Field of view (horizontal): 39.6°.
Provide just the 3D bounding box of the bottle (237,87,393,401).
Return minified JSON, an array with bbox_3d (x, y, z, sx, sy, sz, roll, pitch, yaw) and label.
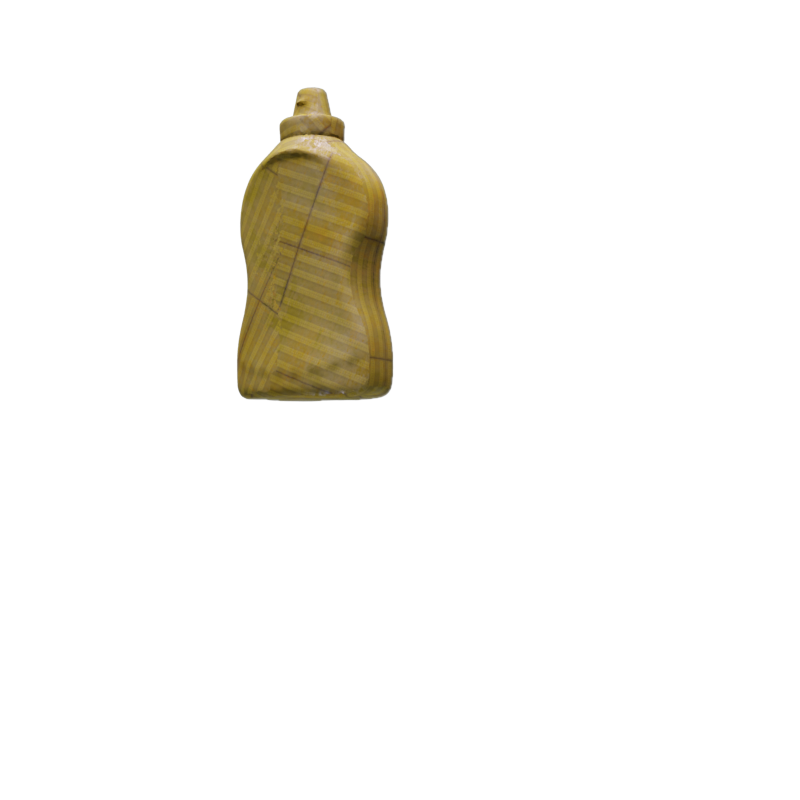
[{"bbox_3d":[-0.053,-0.097,0.678,0.099,0.196,0.055,-6,-11,33],"label":"bottle"}]
